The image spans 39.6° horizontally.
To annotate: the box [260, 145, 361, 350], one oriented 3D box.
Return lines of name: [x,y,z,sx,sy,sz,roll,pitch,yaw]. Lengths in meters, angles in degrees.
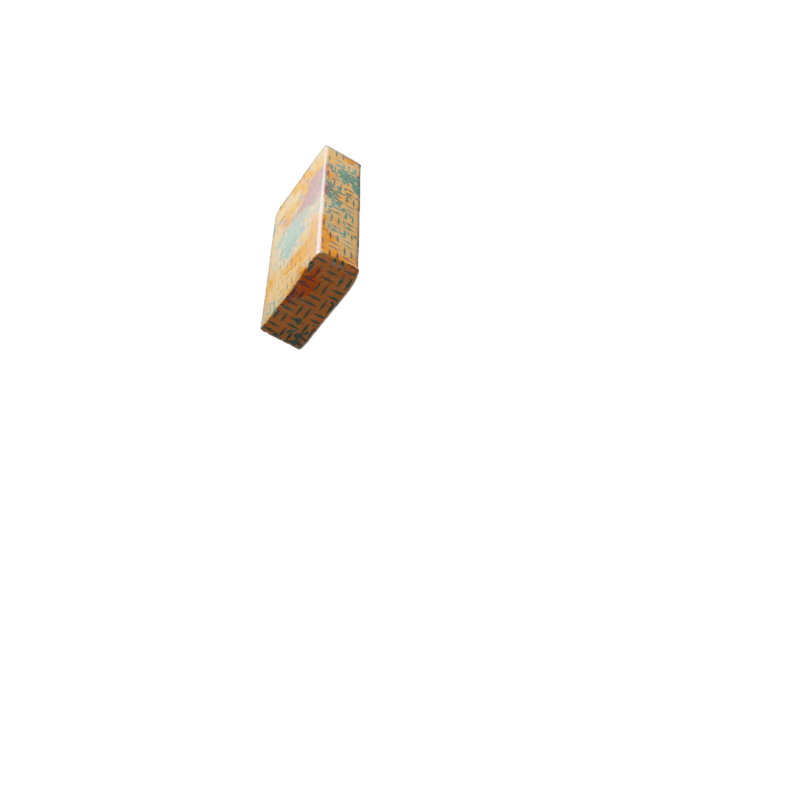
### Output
box: [-0.074,-0.135,0.947,0.046,0.091,0.189,27,32,-23]
